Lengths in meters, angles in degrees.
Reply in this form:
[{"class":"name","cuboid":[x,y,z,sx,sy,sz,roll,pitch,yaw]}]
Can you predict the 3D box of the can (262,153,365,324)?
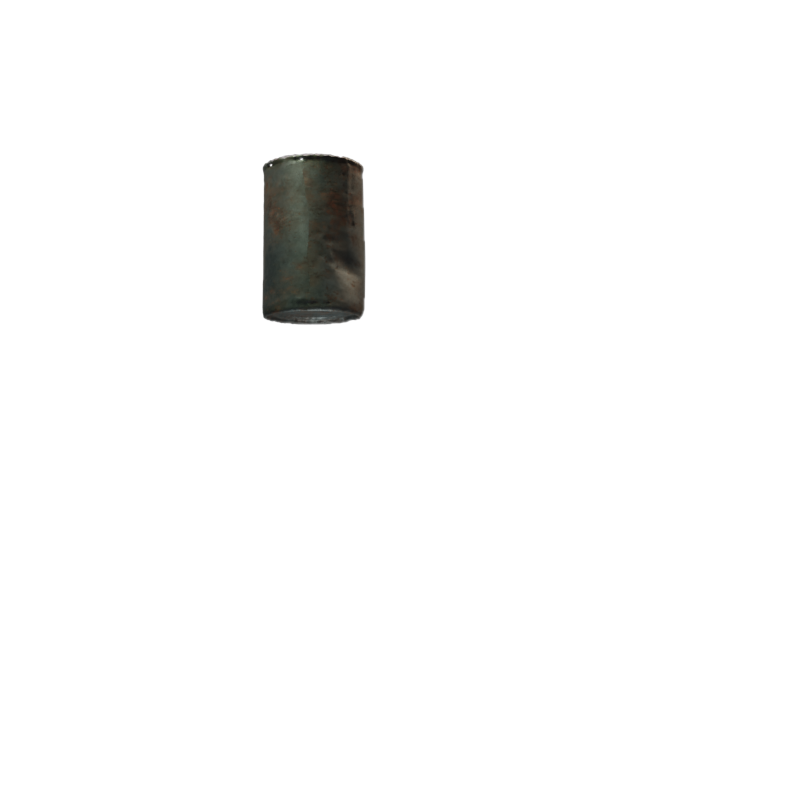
[{"class":"can","cuboid":[-0.057,-0.105,0.734,0.068,0.105,0.067,0,-9,-2]}]
